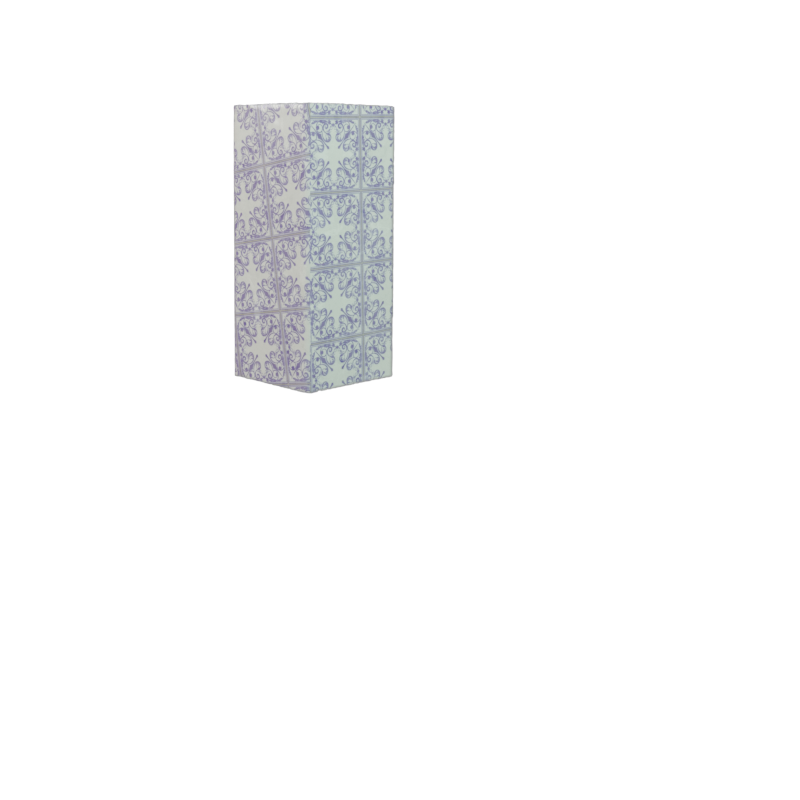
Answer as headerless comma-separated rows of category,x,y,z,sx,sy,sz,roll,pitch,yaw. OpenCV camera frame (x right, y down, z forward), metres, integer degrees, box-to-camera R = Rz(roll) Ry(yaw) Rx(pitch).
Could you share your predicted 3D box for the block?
block,-0.066,-0.120,0.841,0.094,0.203,0.088,7,9,44
